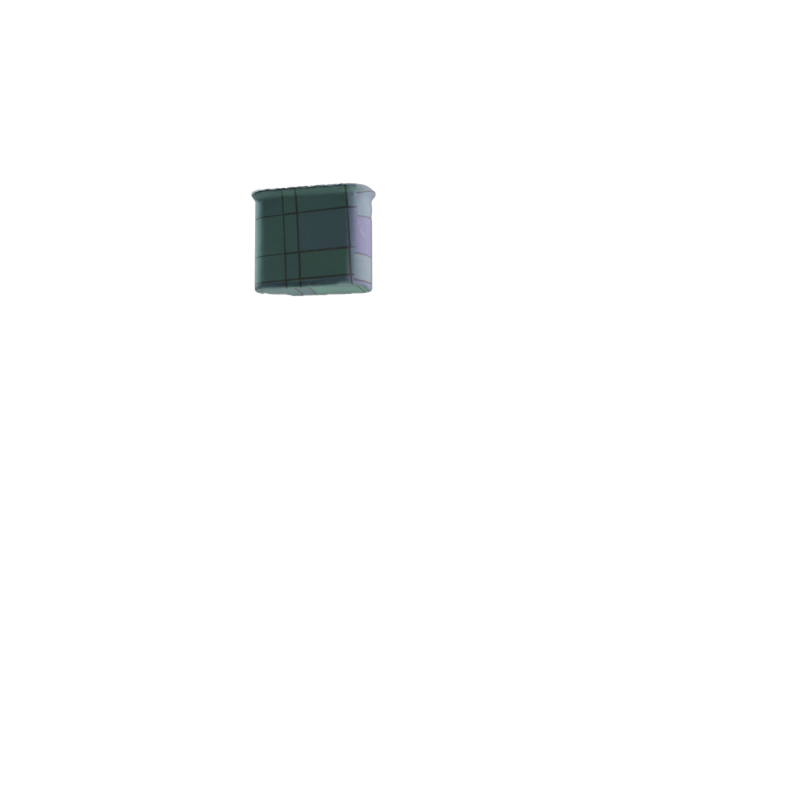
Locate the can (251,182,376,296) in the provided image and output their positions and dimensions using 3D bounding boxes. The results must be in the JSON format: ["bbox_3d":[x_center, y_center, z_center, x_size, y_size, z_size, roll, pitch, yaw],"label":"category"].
[{"bbox_3d":[-0.072,-0.132,0.923,0.104,0.086,0.055,-2,-8,17],"label":"can"}]
